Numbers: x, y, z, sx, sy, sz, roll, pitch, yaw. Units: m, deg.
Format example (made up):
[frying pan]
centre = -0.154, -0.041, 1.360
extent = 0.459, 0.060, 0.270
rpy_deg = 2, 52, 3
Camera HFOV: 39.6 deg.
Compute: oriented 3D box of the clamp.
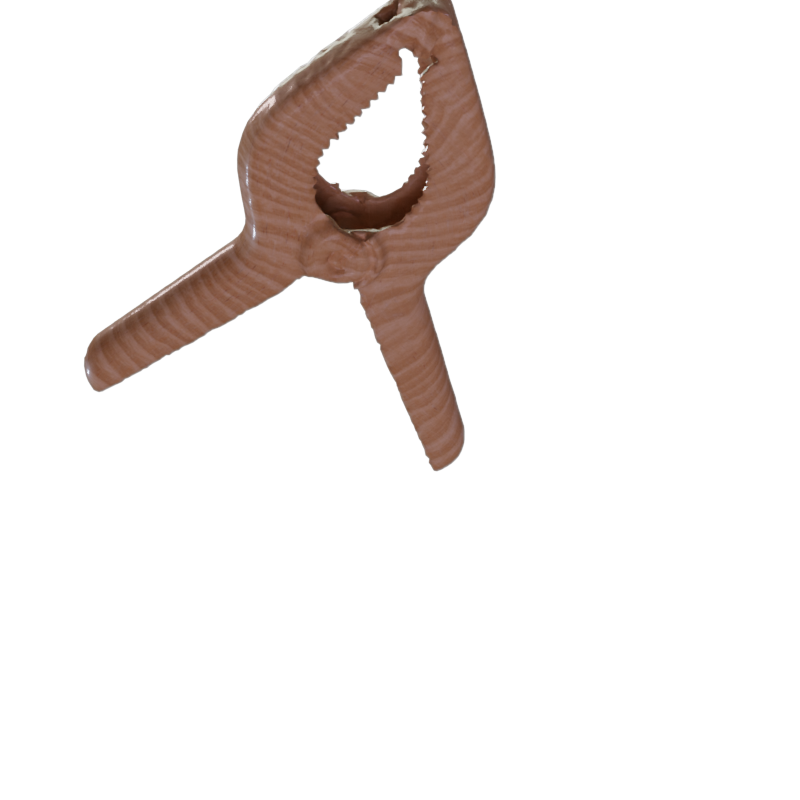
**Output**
[clamp]
centre = -0.033, -0.060, 0.422
extent = 0.163, 0.198, 0.039
rpy_deg = 9, 37, -7
